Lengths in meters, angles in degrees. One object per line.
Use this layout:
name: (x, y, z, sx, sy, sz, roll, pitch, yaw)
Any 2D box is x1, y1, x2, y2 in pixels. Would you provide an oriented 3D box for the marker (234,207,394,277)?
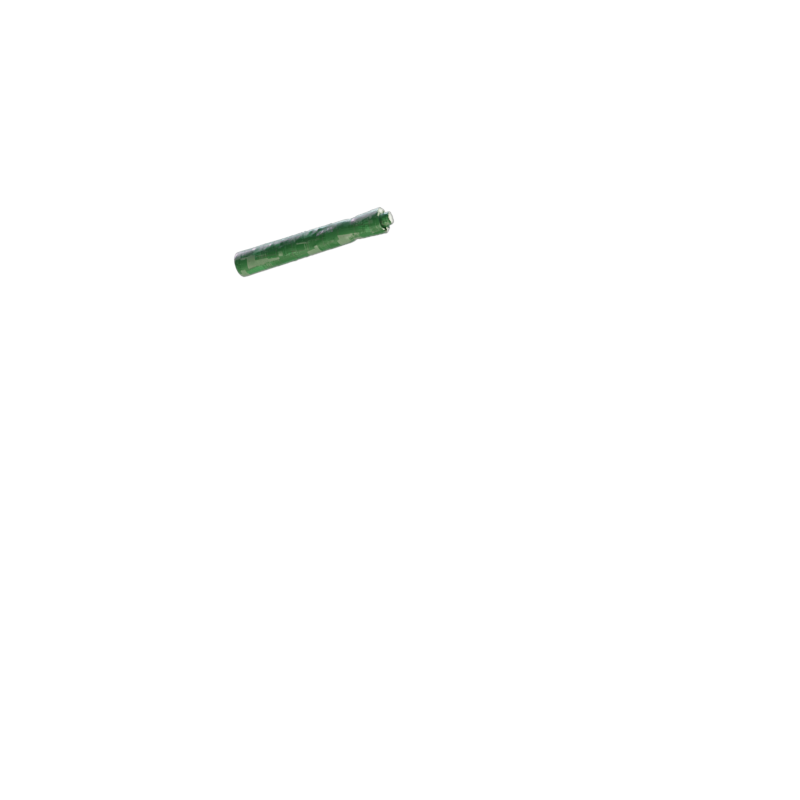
marker: (-0.061, -0.111, 0.776, 0.122, 0.020, 0.019, -14, -2, 24)
